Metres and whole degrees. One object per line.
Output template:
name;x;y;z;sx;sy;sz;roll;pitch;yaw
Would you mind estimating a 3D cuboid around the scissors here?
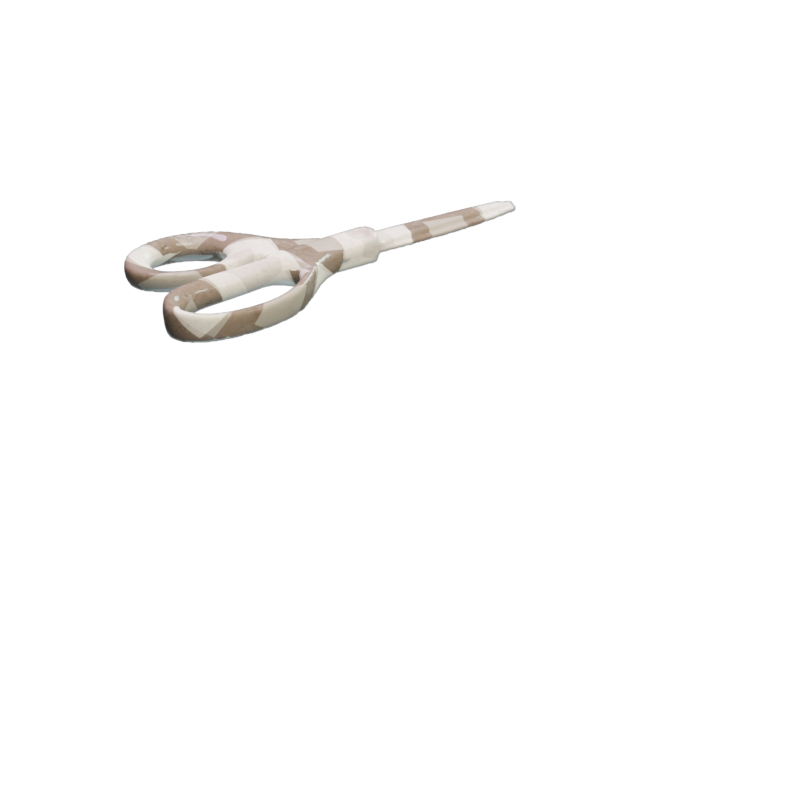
scissors;-0.040;-0.073;0.508;0.102;0.015;0.201;20;34;32
